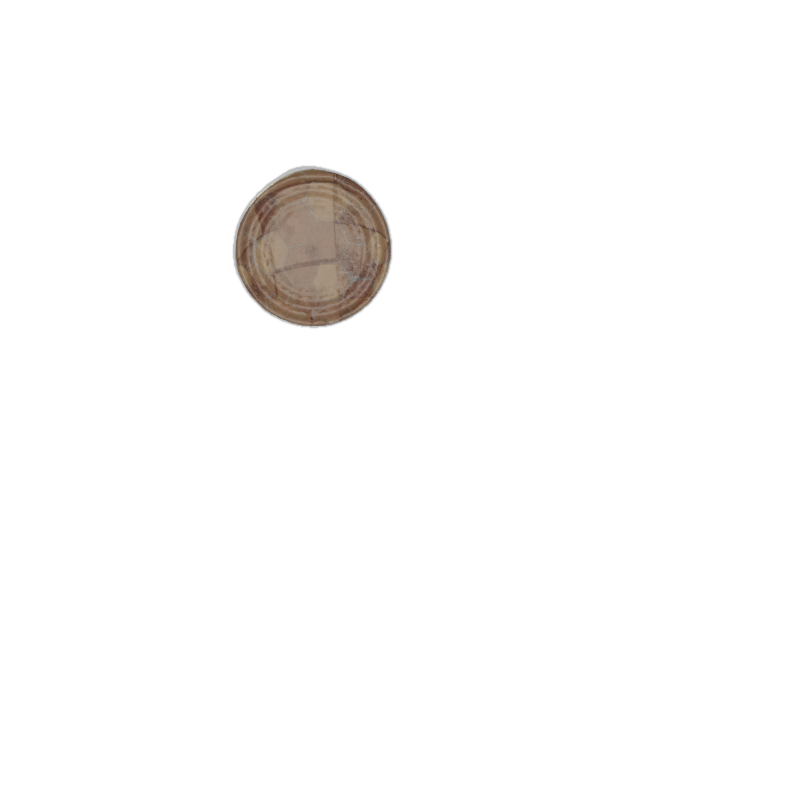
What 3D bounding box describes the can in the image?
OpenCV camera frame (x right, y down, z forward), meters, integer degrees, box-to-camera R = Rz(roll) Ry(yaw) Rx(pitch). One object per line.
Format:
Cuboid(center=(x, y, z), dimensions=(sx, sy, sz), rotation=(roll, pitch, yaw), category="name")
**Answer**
Cuboid(center=(-0.040, -0.073, 0.512), dimensions=(0.068, 0.068, 0.104), rotation=(0, 9, -3), category="can")
